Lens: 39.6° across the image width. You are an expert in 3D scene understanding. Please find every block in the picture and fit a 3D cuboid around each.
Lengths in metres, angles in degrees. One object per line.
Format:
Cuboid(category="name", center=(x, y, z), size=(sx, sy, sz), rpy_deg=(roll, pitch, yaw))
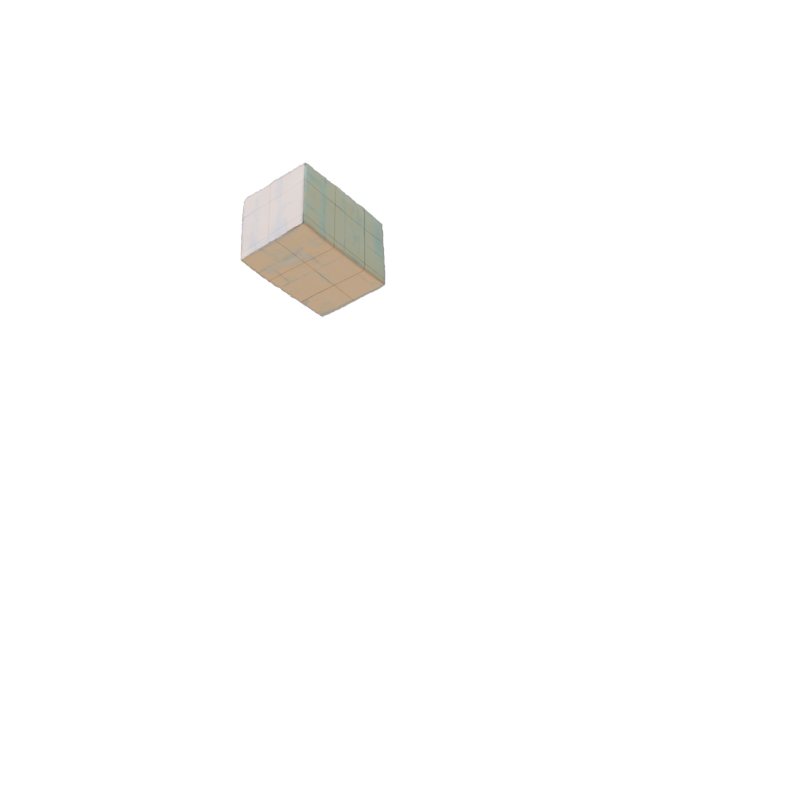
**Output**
Cuboid(category="block", center=(-0.053, -0.097, 0.679), size=(0.053, 0.055, 0.073), rpy_deg=(-27, -43, 30))
